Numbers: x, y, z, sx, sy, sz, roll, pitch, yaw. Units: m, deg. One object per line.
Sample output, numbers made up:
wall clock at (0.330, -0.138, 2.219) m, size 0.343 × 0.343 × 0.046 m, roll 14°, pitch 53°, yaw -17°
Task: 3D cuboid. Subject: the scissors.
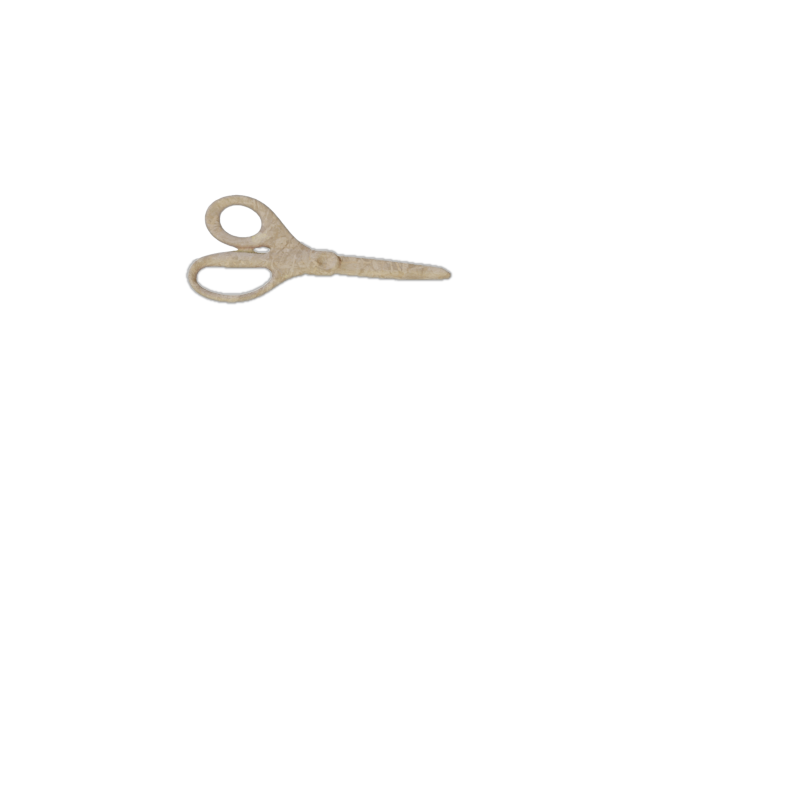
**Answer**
scissors at (-0.068, -0.124, 0.870) m, size 0.201 × 0.101 × 0.015 m, roll -10°, pitch -17°, yaw -3°
